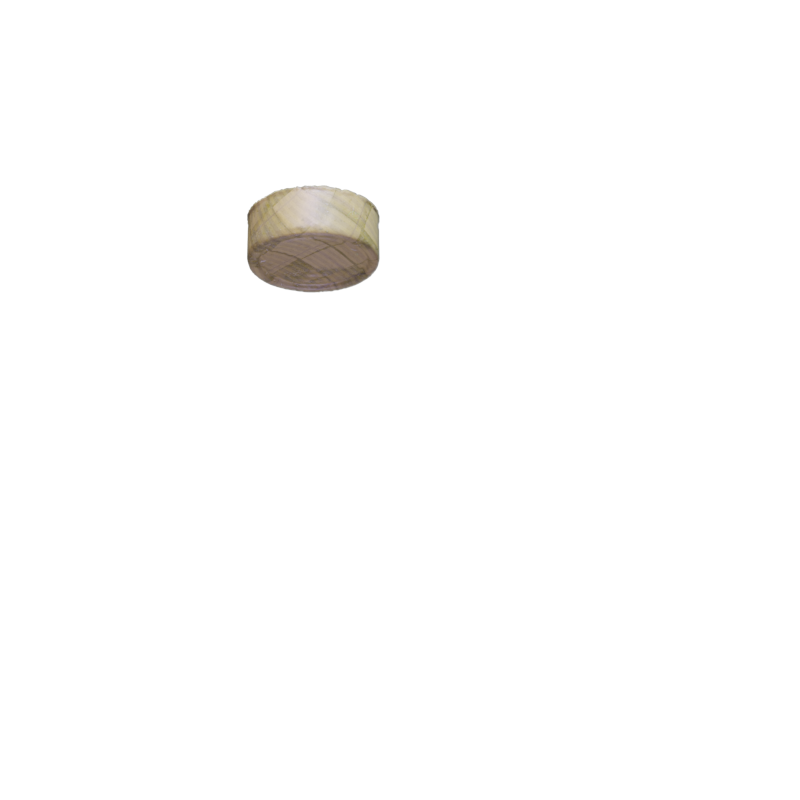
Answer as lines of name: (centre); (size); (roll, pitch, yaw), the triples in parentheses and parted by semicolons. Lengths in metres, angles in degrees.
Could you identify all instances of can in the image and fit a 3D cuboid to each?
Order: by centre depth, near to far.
can: (-0.056, -0.101, 0.710); (0.086, 0.035, 0.081); (1, -23, -2)
